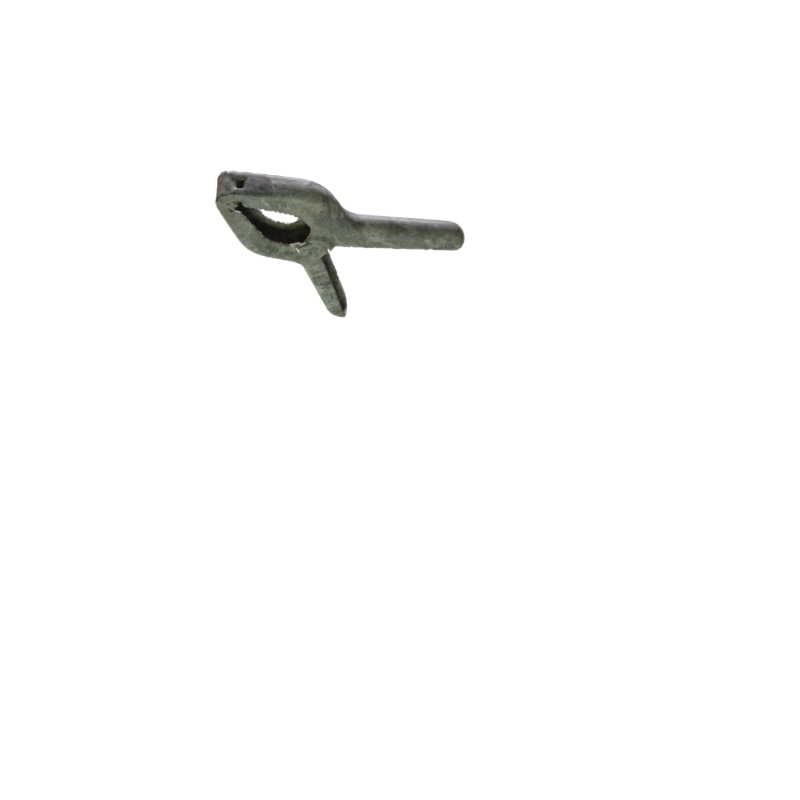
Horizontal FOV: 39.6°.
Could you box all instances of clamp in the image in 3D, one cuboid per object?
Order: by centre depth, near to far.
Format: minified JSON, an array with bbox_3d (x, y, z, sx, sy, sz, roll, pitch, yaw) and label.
[{"bbox_3d":[-0.074,-0.135,0.949,0.200,0.039,0.162,19,-35,-29],"label":"clamp"}]
